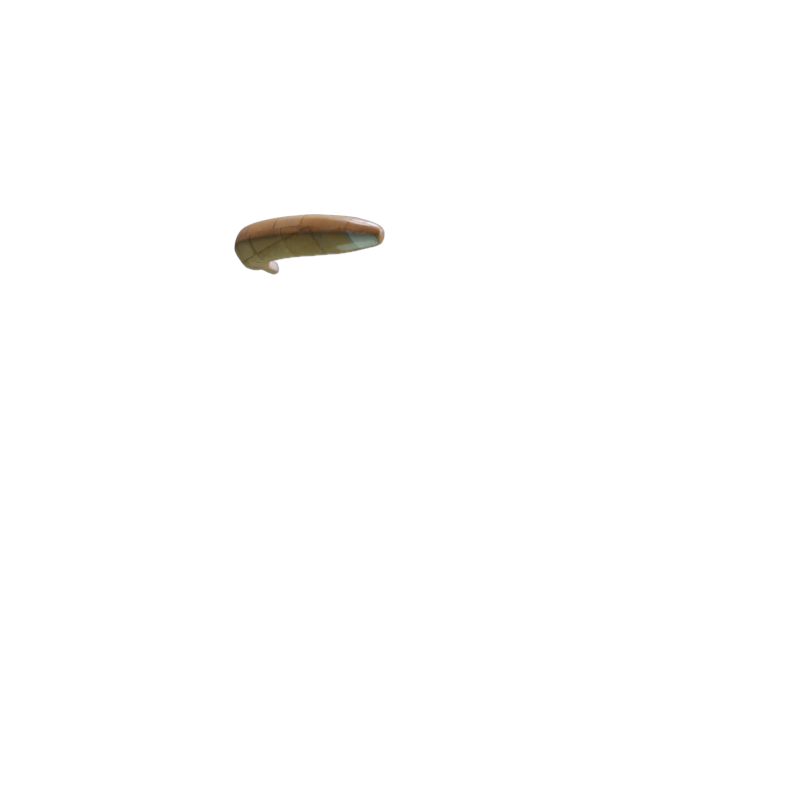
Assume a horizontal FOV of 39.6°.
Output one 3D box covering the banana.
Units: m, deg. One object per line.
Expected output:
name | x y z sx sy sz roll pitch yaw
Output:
banana | -0.092 -0.135 0.941 0.067 0.037 0.203 1 -1 -32
